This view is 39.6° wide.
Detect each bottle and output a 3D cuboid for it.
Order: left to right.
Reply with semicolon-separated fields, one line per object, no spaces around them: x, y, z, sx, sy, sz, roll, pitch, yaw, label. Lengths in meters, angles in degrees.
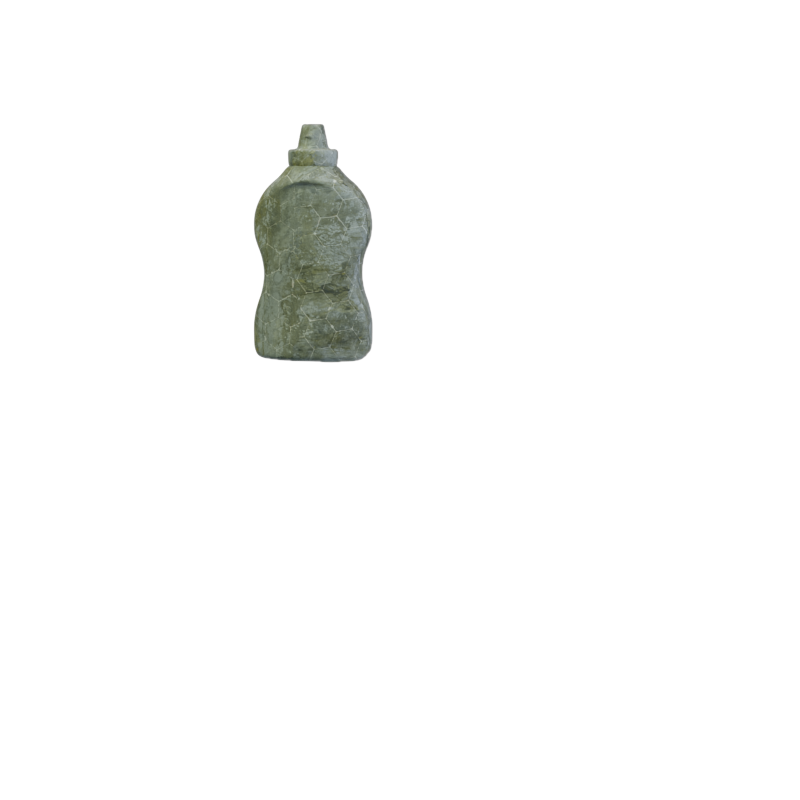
-0.071;-0.130;0.909;0.097;0.189;0.058;1;5;11;bottle
